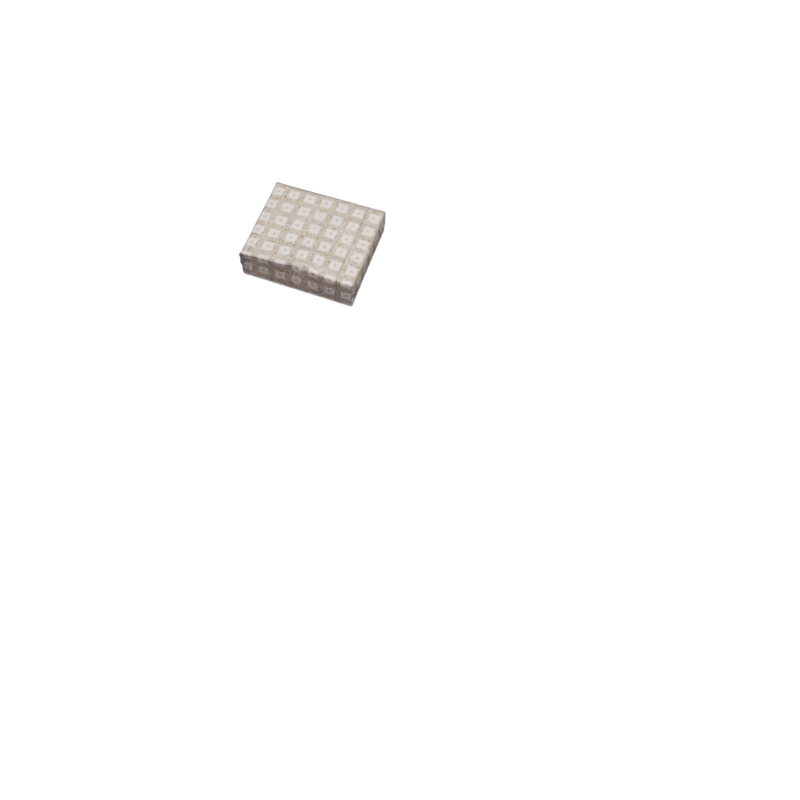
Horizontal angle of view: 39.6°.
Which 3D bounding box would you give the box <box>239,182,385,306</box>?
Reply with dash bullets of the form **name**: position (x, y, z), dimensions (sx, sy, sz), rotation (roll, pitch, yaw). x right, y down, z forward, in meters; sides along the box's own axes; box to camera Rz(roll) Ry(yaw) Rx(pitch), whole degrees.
- **box**: position (-0.064, -0.117, 0.818), dimensions (0.091, 0.076, 0.028), rotation (17, -33, 11)
